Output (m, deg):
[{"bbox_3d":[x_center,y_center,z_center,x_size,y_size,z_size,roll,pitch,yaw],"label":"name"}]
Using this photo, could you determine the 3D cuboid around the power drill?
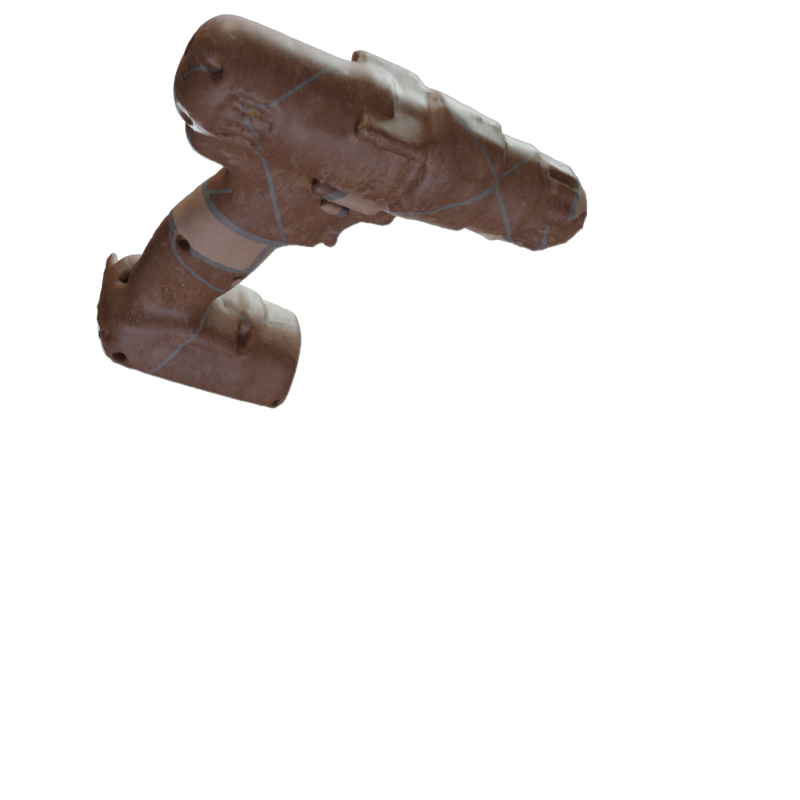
[{"bbox_3d":[-0.038,-0.070,0.488,0.177,0.062,0.183,21,-44,-24],"label":"power drill"}]
